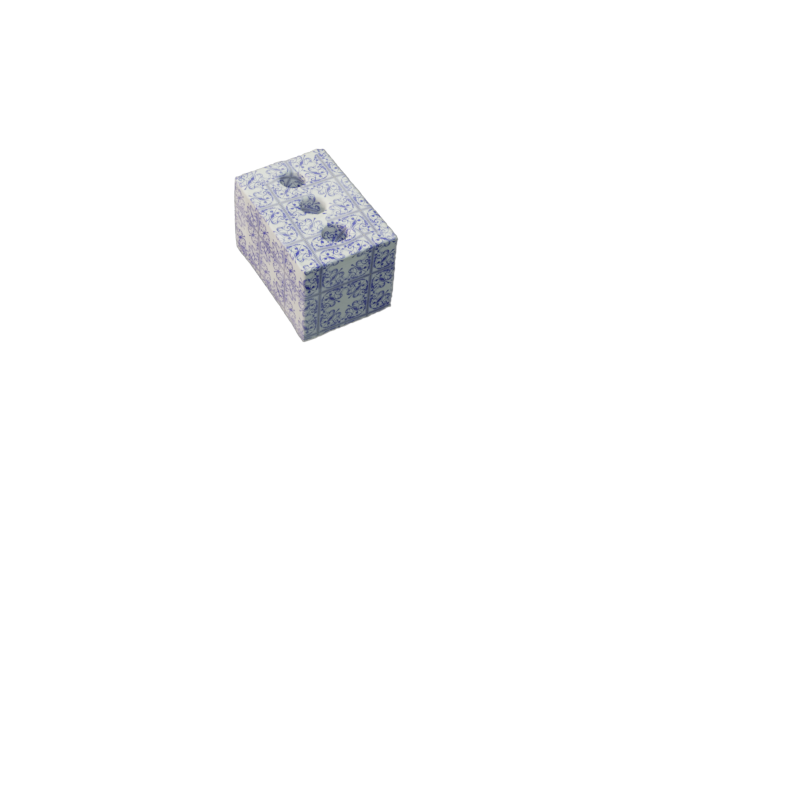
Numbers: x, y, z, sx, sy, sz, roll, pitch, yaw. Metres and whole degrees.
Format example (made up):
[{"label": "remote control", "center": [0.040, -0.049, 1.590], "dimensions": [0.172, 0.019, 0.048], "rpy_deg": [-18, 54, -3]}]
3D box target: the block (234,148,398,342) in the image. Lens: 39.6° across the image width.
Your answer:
[{"label": "block", "center": [-0.043, -0.079, 0.553], "dimensions": [0.052, 0.048, 0.084], "rpy_deg": [-22, 52, -21]}]
